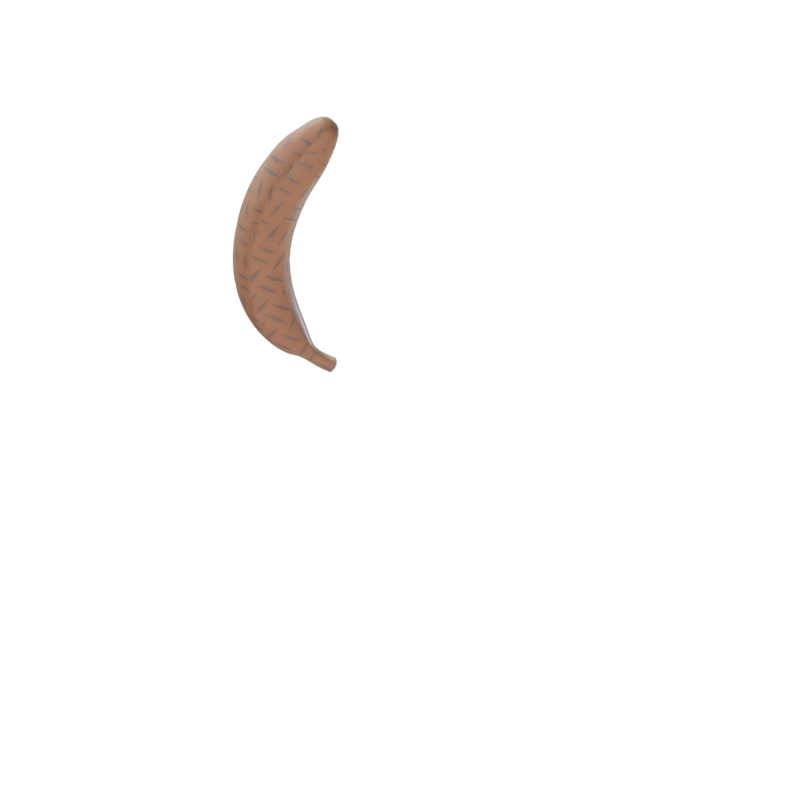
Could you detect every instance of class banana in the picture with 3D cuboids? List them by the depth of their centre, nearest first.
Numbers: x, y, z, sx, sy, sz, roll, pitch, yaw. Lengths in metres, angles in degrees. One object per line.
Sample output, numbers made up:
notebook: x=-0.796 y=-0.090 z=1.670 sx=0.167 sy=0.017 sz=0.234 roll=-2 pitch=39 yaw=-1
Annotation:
banana: x=-0.075 y=-0.100 z=0.722 sx=0.069 sy=0.184 sz=0.039 roll=1 pitch=40 yaw=-2
